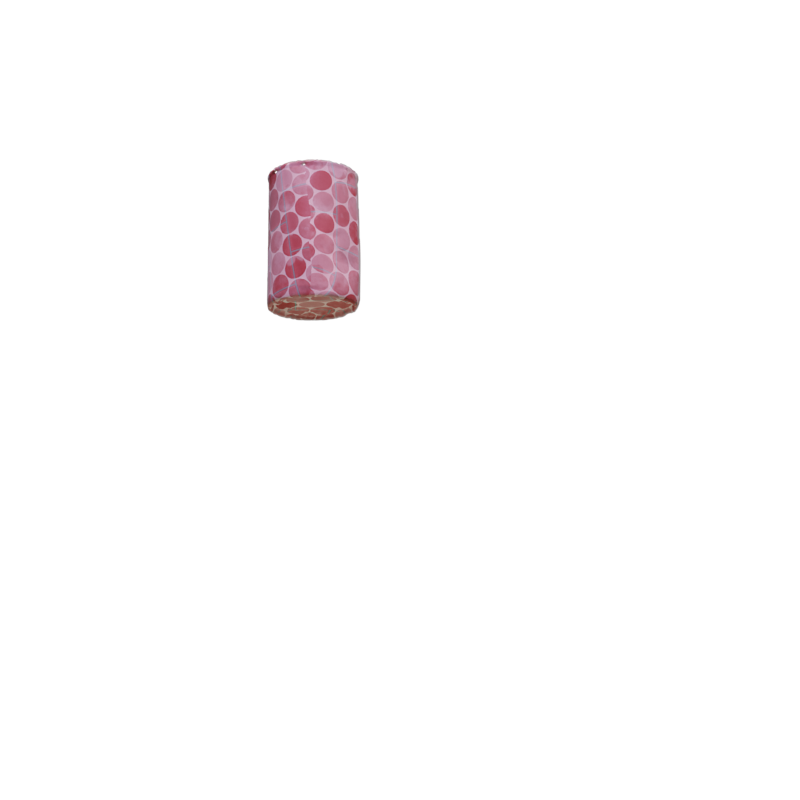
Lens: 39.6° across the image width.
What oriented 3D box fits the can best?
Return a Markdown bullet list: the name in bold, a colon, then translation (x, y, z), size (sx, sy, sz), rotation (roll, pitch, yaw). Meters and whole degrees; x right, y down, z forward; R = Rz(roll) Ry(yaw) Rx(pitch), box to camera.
- **can**: translation (-0.063, -0.116, 0.810), size (0.068, 0.107, 0.066), rotation (0, -17, -2)
